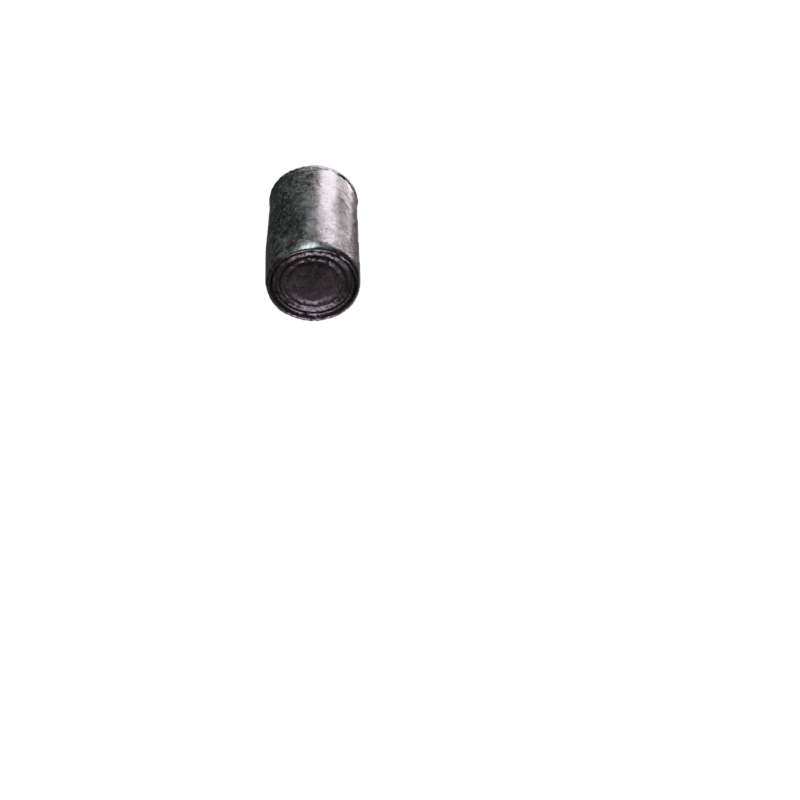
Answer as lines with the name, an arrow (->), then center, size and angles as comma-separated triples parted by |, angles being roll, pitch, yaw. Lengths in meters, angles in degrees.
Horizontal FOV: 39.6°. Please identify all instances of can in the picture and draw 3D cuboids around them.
can -> -0.063, -0.115, 0.806 | 0.068, 0.064, 0.110 | -1, 41, -3
